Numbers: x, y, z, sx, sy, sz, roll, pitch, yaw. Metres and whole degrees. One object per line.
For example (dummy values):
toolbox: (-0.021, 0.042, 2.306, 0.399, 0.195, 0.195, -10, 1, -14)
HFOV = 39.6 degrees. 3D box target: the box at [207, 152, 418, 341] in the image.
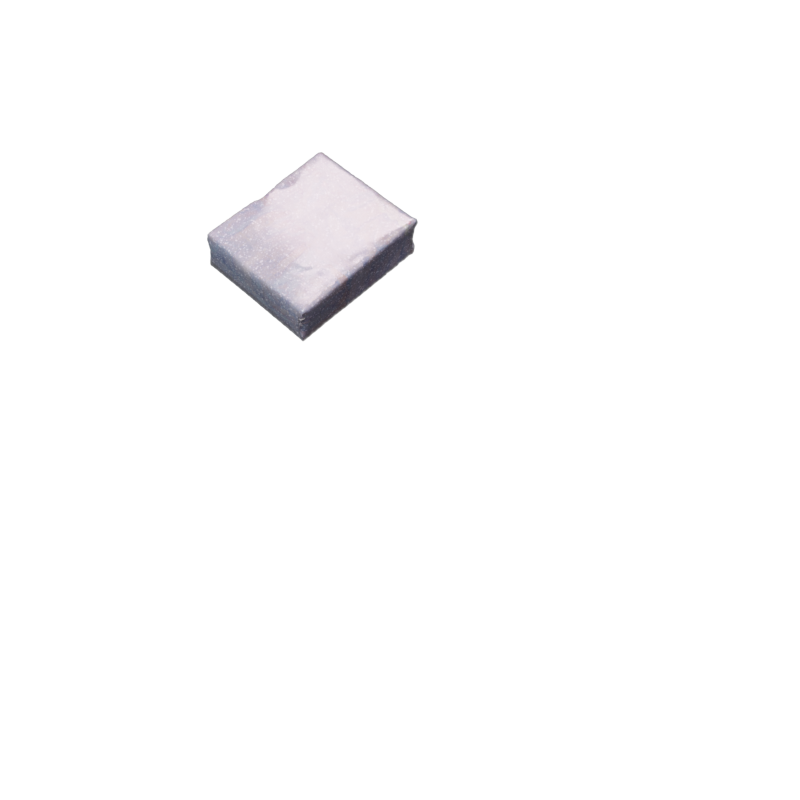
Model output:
box: (-0.046, -0.085, 0.594, 0.077, 0.028, 0.090, 38, 62, 24)
